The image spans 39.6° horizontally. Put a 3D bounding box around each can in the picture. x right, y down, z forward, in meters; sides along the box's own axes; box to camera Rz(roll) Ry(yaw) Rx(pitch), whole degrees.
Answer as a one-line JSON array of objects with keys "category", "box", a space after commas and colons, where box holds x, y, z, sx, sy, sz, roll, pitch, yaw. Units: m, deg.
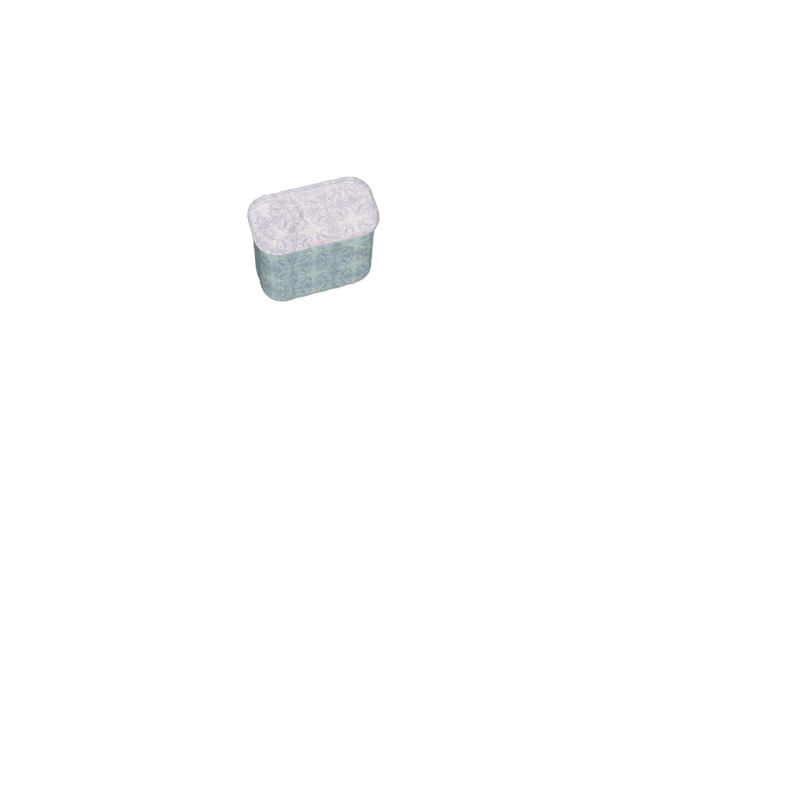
[{"category": "can", "box": [-0.071, -0.130, 0.909, 0.101, 0.061, 0.079, -14, -25, -9]}]
